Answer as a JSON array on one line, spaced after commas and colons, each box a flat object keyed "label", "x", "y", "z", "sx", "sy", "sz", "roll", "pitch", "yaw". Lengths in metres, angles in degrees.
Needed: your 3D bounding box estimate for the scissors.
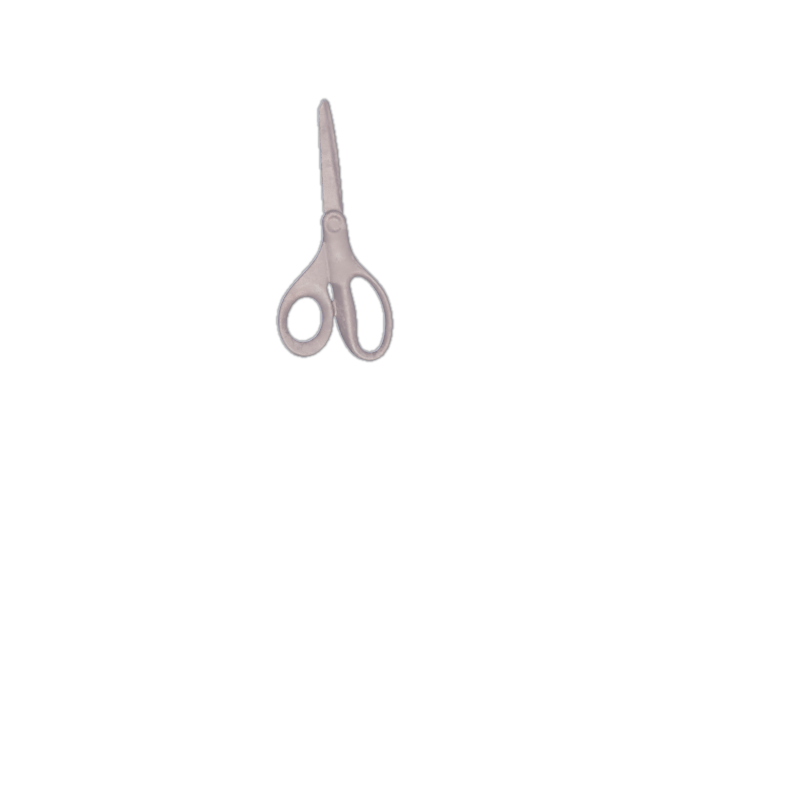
[{"label": "scissors", "x": -0.067, "y": -0.121, "z": 0.850, "sx": 0.096, "sy": 0.204, "sz": 0.016, "roll": -20, "pitch": -4, "yaw": -2}]
